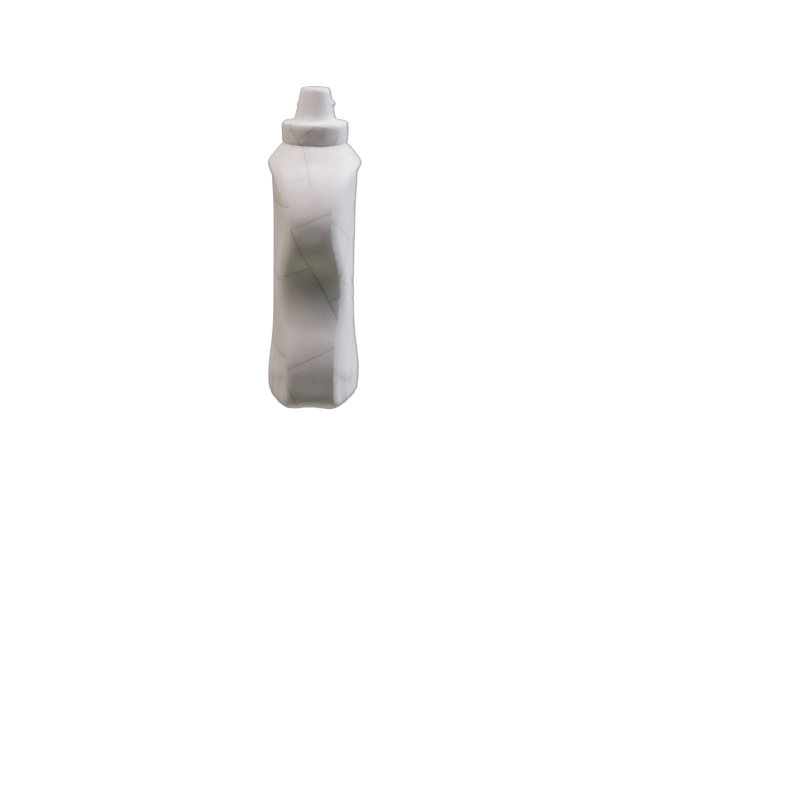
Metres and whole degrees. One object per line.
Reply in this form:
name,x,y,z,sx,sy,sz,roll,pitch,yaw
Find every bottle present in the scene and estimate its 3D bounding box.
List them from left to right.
bottle,-0.054,-0.099,0.691,0.058,0.186,0.099,1,15,1
